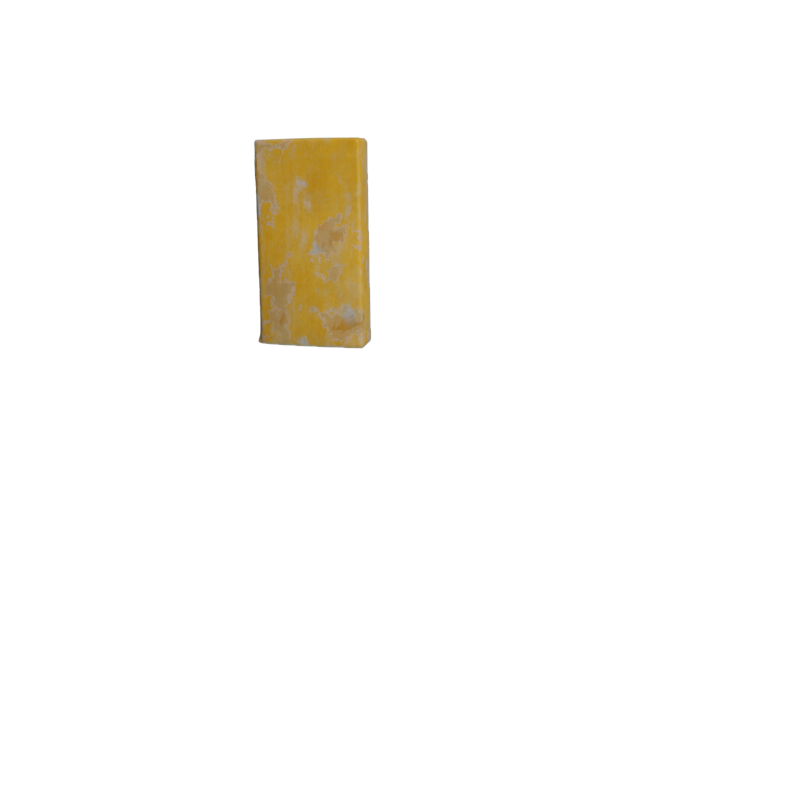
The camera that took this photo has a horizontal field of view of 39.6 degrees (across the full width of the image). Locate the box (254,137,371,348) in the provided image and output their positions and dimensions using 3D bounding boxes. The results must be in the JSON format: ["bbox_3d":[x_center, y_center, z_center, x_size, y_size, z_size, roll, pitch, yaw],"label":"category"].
[{"bbox_3d":[-0.074,-0.135,0.944,0.095,0.175,0.048,1,4,13],"label":"box"}]
